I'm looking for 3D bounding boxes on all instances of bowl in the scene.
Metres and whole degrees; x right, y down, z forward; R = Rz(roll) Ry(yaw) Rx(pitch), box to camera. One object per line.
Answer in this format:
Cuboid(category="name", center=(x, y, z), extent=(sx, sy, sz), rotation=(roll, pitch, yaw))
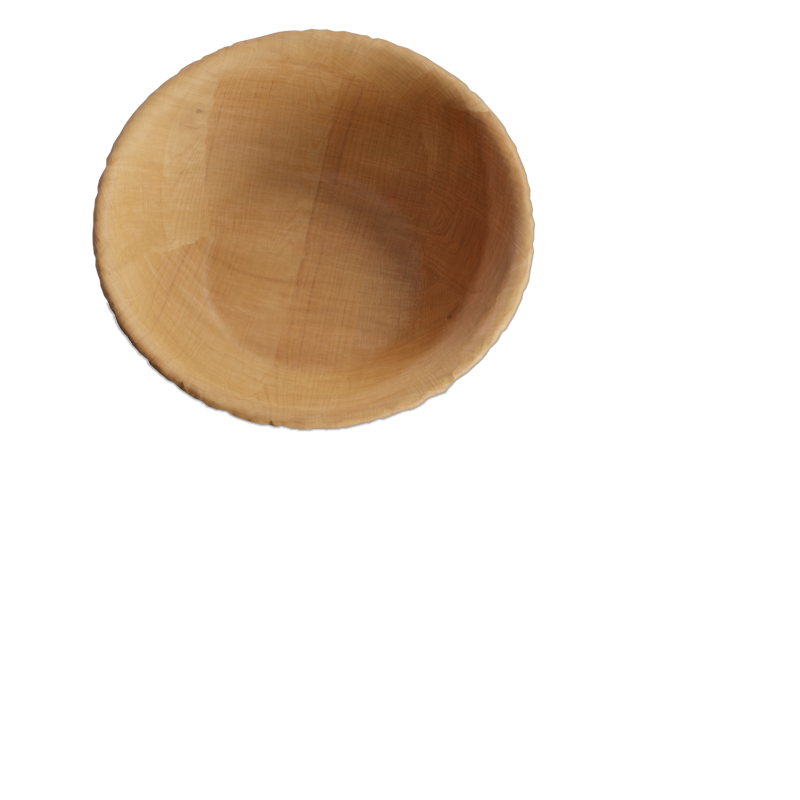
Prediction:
Cuboid(category="bowl", center=(-0.033, -0.061, 0.427), extent=(0.162, 0.171, 0.052), rotation=(-1, -23, -1))
